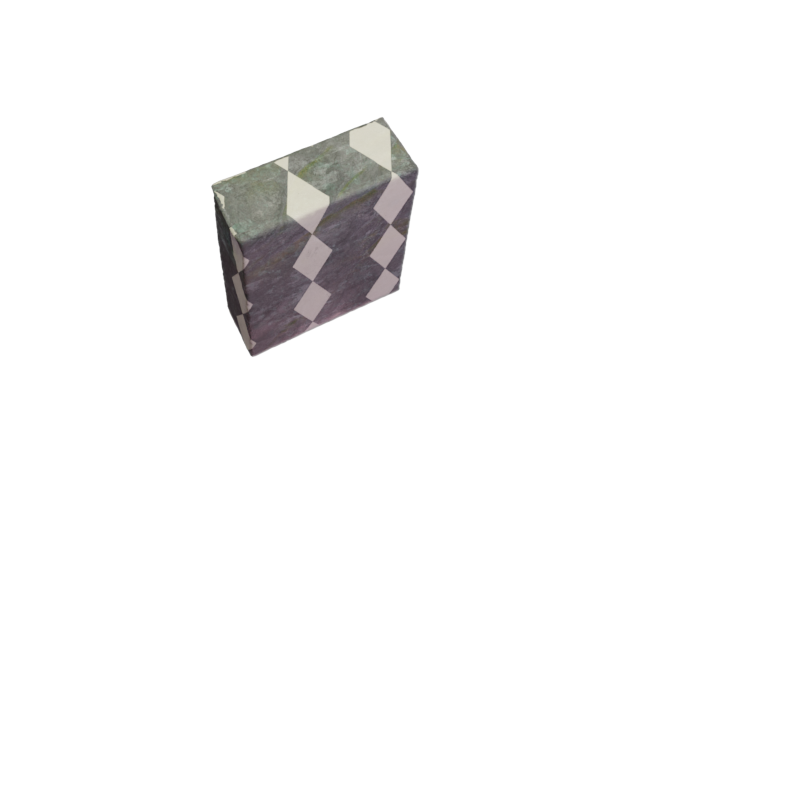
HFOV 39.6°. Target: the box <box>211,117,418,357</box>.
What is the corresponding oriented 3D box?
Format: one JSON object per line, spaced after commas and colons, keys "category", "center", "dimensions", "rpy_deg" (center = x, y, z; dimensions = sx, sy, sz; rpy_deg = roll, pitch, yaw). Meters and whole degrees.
{"category": "box", "center": [-0.078, -0.142, 0.993], "dimensions": [0.163, 0.076, 0.202], "rpy_deg": [-25, -22, -14]}
